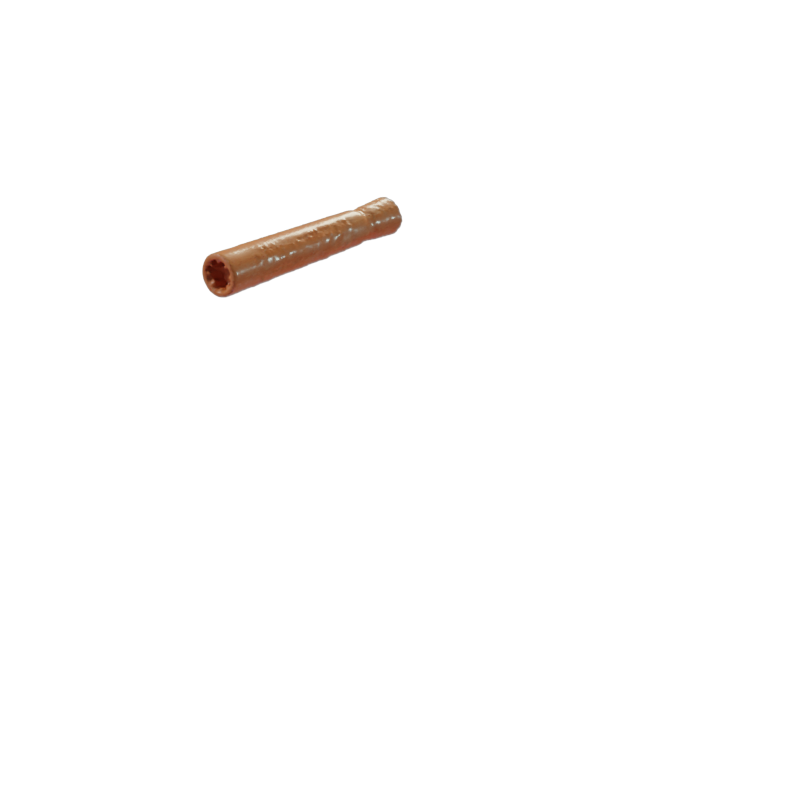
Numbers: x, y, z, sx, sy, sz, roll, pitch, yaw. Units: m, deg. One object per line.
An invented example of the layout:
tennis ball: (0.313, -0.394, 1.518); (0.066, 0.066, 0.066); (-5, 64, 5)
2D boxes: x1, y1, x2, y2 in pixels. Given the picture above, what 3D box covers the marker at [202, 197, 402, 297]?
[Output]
marker: (-0.039, -0.070, 0.492); (0.021, 0.019, 0.120); (3, 21, 38)
